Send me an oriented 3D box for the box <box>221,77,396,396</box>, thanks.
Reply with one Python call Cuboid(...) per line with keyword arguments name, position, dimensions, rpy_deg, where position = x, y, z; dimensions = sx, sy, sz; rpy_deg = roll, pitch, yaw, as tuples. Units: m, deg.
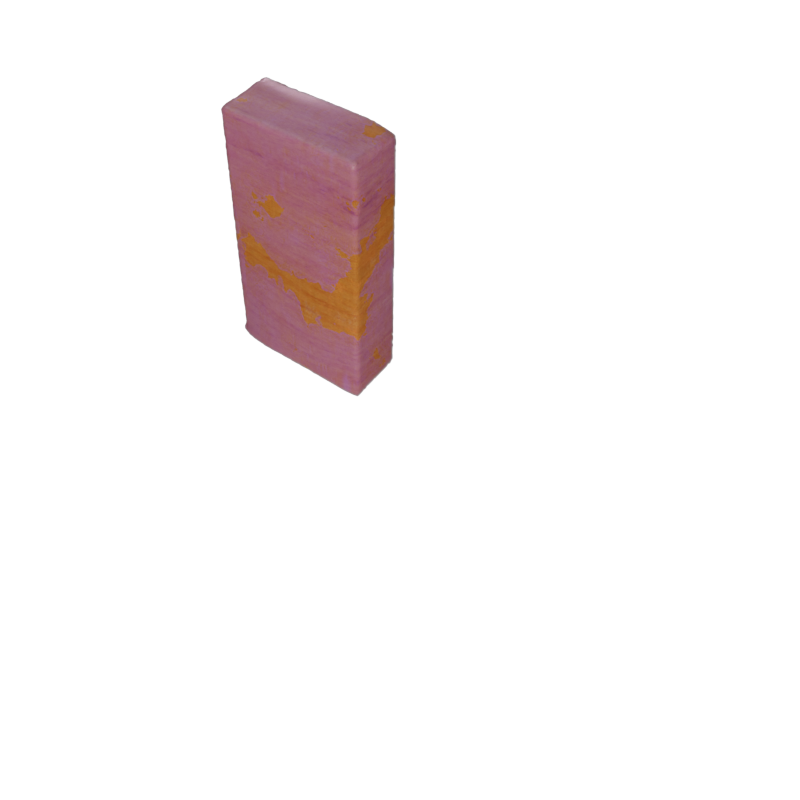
Cuboid(name="box", position=(-0.050, -0.092, 0.642), dimensions=(0.098, 0.164, 0.049), rpy_deg=(30, 49, 25))
